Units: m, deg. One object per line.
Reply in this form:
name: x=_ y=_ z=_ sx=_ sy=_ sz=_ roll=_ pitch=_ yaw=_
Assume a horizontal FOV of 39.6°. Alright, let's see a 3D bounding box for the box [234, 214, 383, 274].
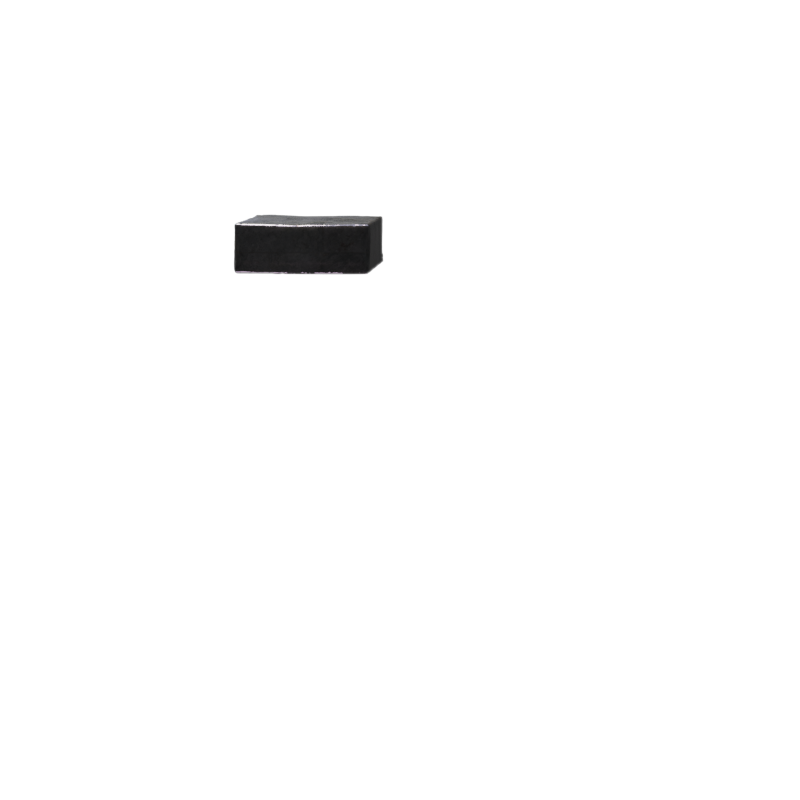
box: x=-0.049 y=-0.090 z=0.627 sx=0.074 sy=0.030 sz=0.090 roll=1 pitch=12 yaw=6
